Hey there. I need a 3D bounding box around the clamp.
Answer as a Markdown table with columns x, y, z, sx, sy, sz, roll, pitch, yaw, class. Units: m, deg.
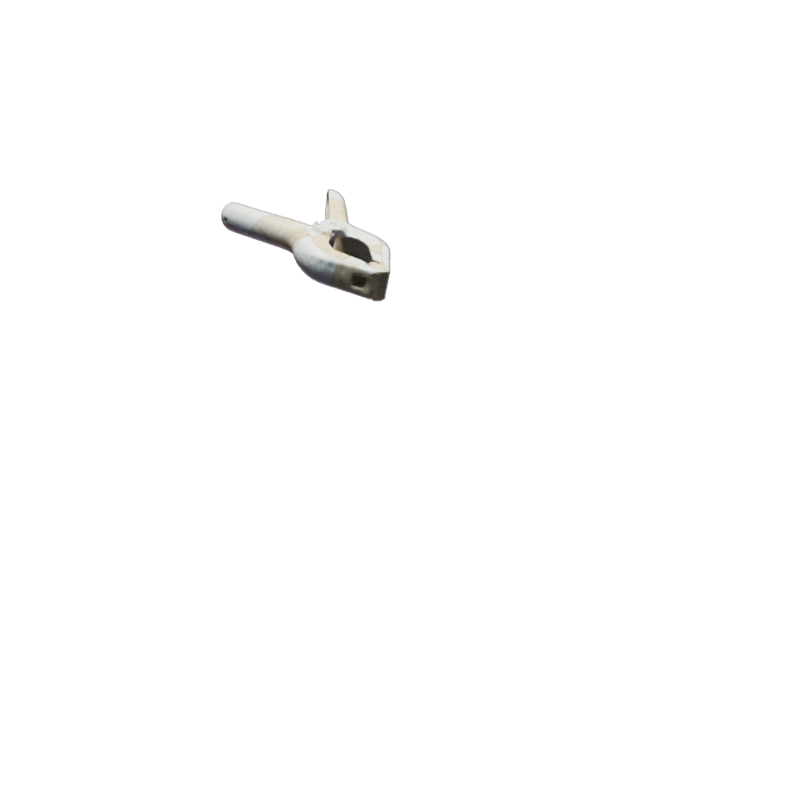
| x | y | z | sx | sy | sz | roll | pitch | yaw | class |
| --- | --- | --- | --- | --- | --- | --- | --- | --- | --- |
| -0.072 | -0.132 | 0.924 | 0.118 | 0.037 | 0.185 | -14 | 34 | -21 | clamp |
